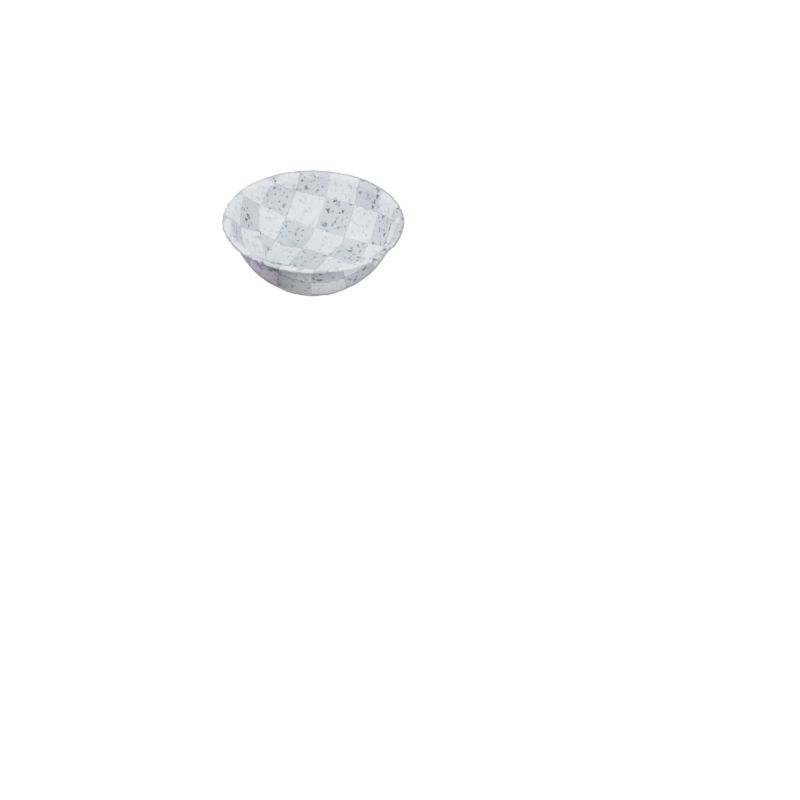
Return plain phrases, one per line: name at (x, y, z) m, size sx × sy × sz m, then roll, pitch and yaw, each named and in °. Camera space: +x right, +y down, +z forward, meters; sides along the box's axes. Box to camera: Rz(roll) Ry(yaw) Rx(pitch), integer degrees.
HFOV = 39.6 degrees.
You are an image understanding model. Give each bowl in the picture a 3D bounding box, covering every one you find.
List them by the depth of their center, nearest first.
bowl at (-0.078, -0.142, 0.998) m, size 0.162 × 0.051 × 0.174 m, roll -1°, pitch 40°, yaw -2°
